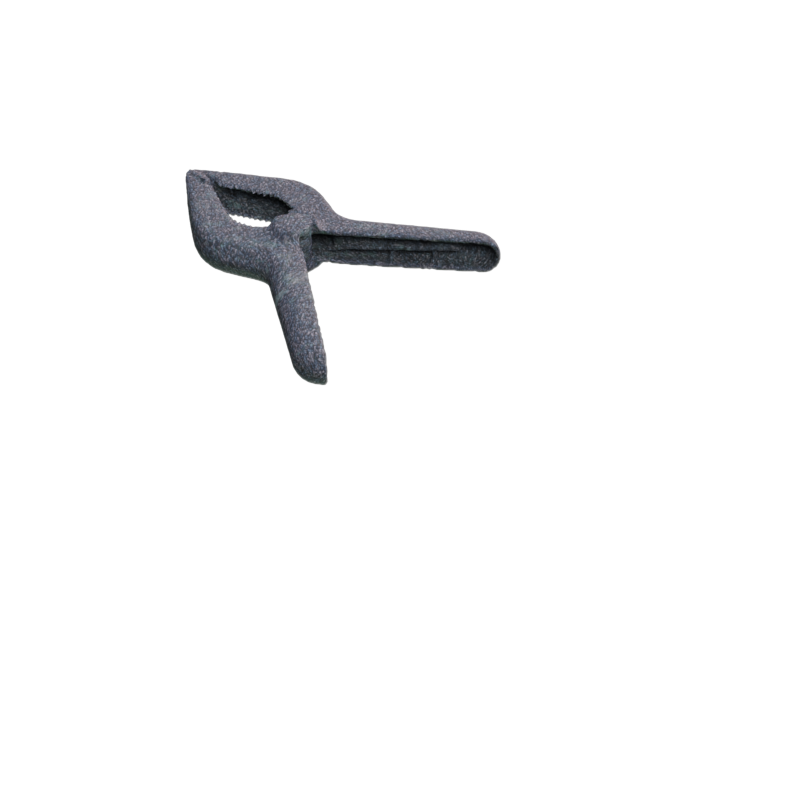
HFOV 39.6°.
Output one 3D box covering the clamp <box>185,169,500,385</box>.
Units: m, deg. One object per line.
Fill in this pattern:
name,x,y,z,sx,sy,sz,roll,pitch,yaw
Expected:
clamp,-0.055,-0.100,0.697,0.164,0.034,0.225,-27,46,-30
